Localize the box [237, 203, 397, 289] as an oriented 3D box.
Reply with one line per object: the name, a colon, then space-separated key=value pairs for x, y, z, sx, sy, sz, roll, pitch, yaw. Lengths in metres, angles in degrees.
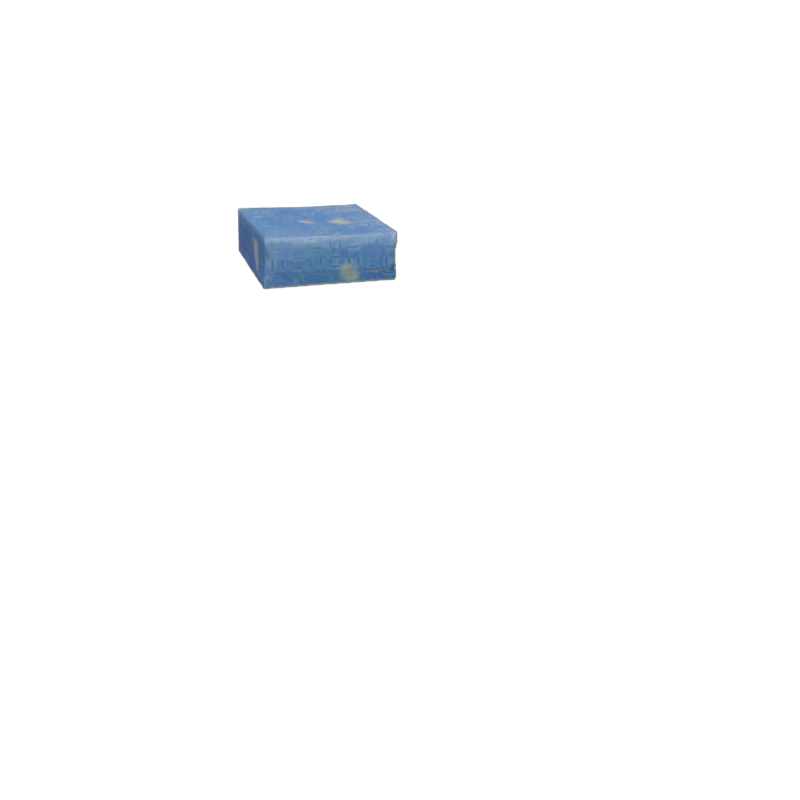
box: x=-0.048 y=-0.088 z=0.619 sx=0.072 sy=0.029 sz=0.094 roll=-5 pitch=20 yaw=-14
